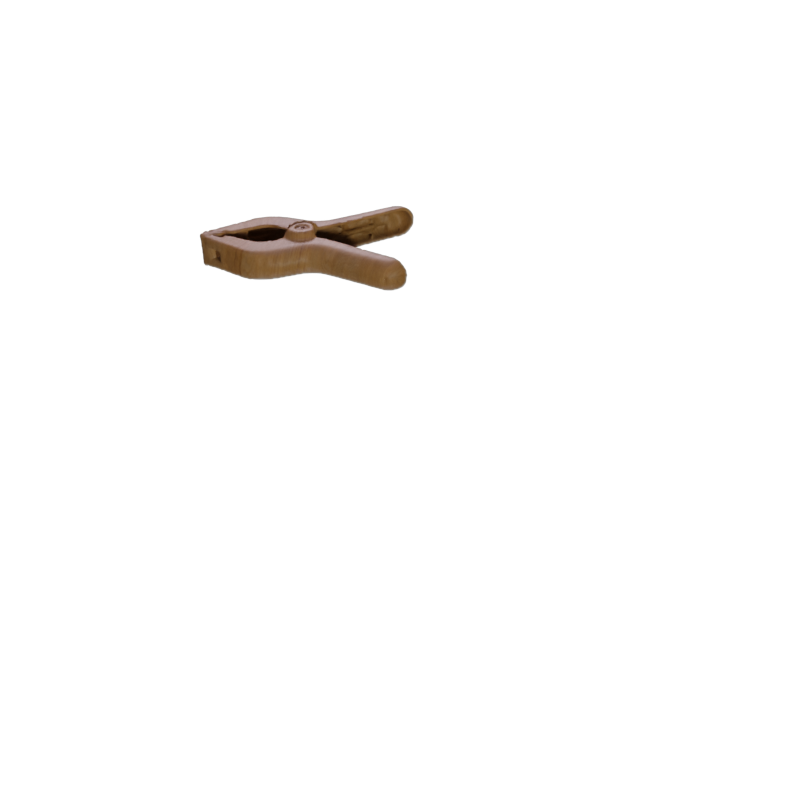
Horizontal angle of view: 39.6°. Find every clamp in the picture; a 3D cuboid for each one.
[{"bbox_3d":[-0.069,-0.125,0.878,0.175,0.037,0.124,7,26,13],"label":"clamp"}]
